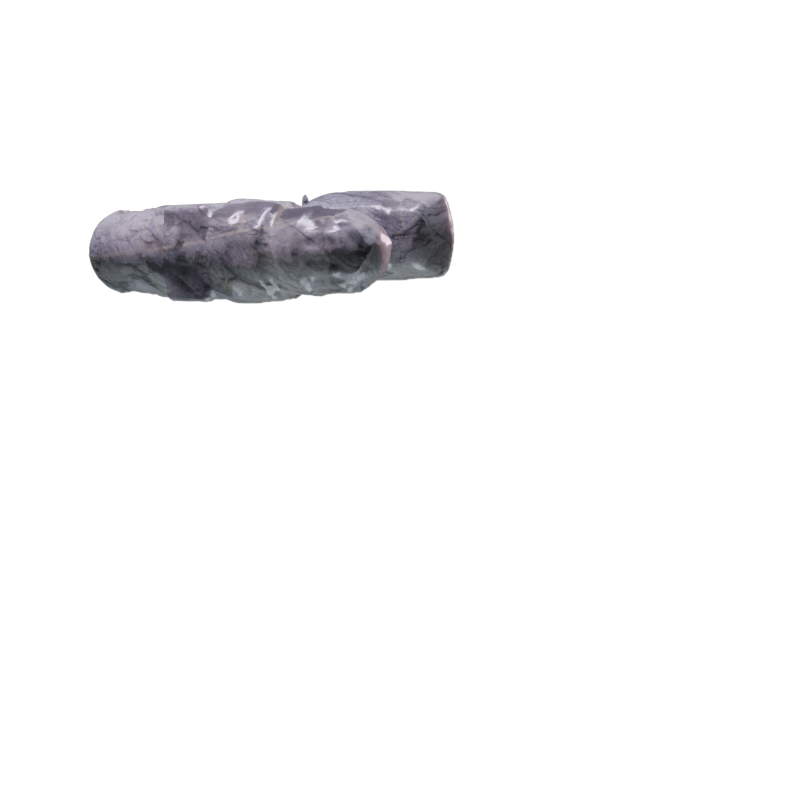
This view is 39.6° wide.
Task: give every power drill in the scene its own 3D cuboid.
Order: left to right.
[{"bbox_3d":[-0.048,-0.088,0.613,0.192,0.057,0.182,7,12,35],"label":"power drill"}]
